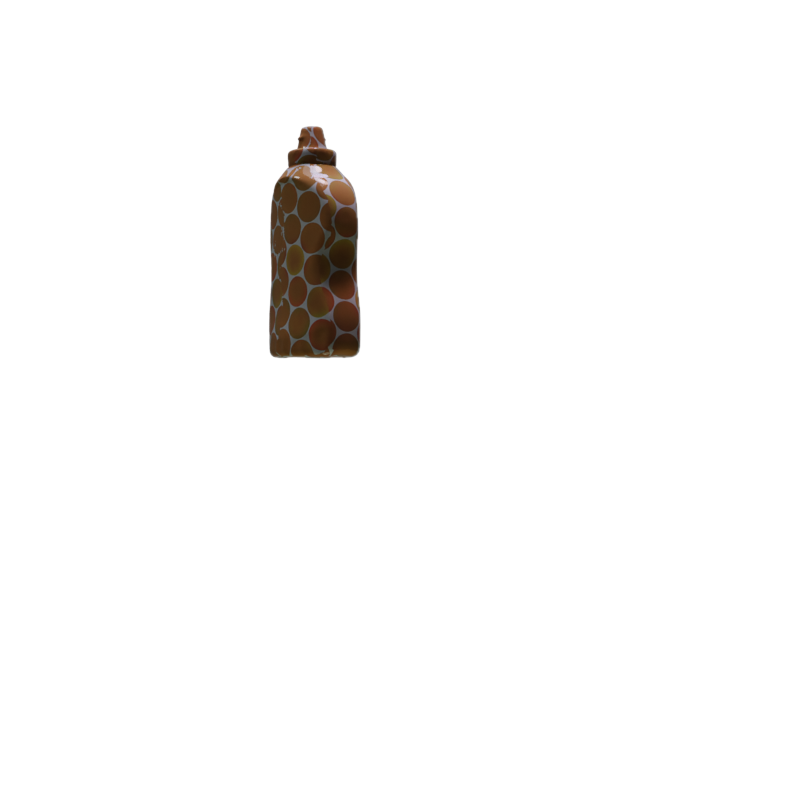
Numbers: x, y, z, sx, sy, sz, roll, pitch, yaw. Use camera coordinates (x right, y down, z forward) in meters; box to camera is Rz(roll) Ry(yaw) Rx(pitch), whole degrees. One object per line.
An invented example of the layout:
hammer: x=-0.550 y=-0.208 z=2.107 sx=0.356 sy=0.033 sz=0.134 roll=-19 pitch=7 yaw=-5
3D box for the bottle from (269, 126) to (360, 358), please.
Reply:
bottle: x=-0.072 y=-0.131 z=0.919 sx=0.056 sy=0.194 sz=0.098 roll=3 pitch=-6 yaw=-33
